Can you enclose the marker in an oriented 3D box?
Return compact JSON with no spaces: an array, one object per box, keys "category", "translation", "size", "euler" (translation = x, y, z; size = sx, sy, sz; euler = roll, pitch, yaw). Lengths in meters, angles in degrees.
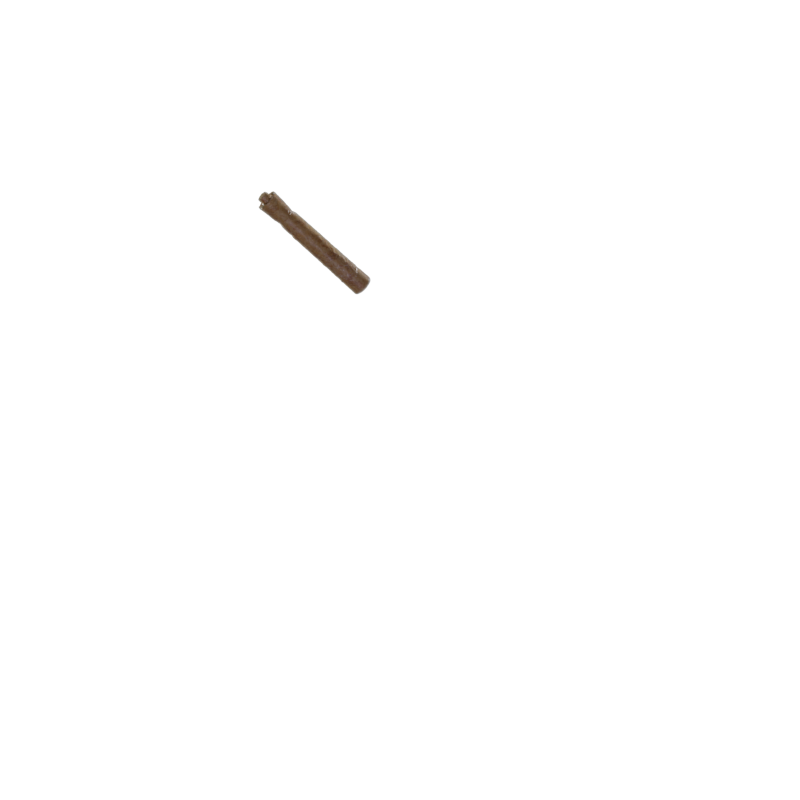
[{"category":"marker","translation":[-0.073,-0.134,0.936],"size":[0.115,0.020,0.020],"euler":[41,-14,-19]}]
